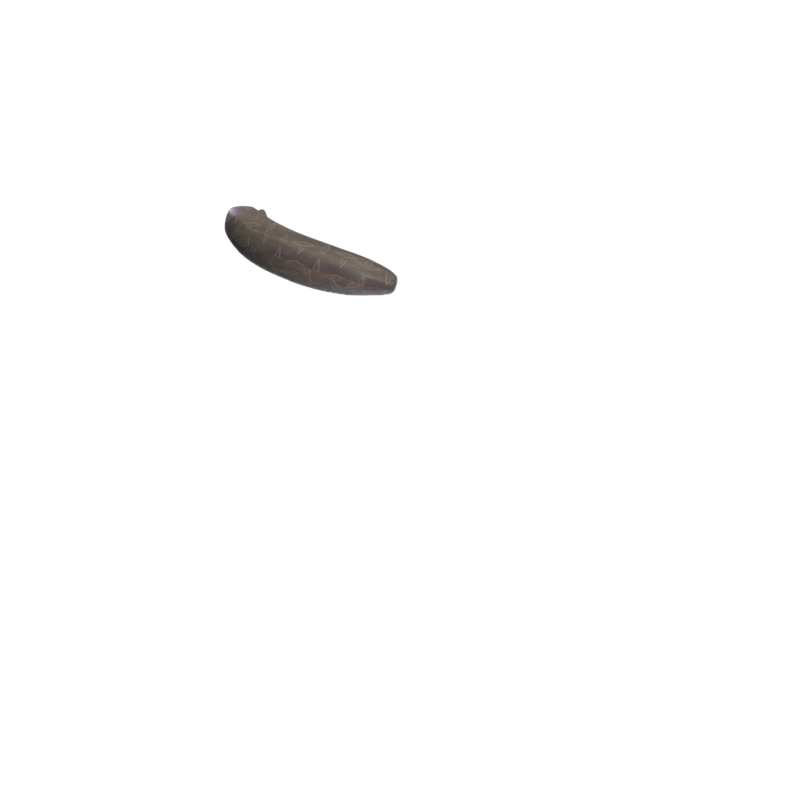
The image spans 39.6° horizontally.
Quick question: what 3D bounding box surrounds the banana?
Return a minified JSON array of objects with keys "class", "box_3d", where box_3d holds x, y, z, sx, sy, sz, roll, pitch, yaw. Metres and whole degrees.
[{"class":"banana","box_3d":[-0.086,-0.123,0.879,0.068,0.035,0.212,-18,34,-31]}]
